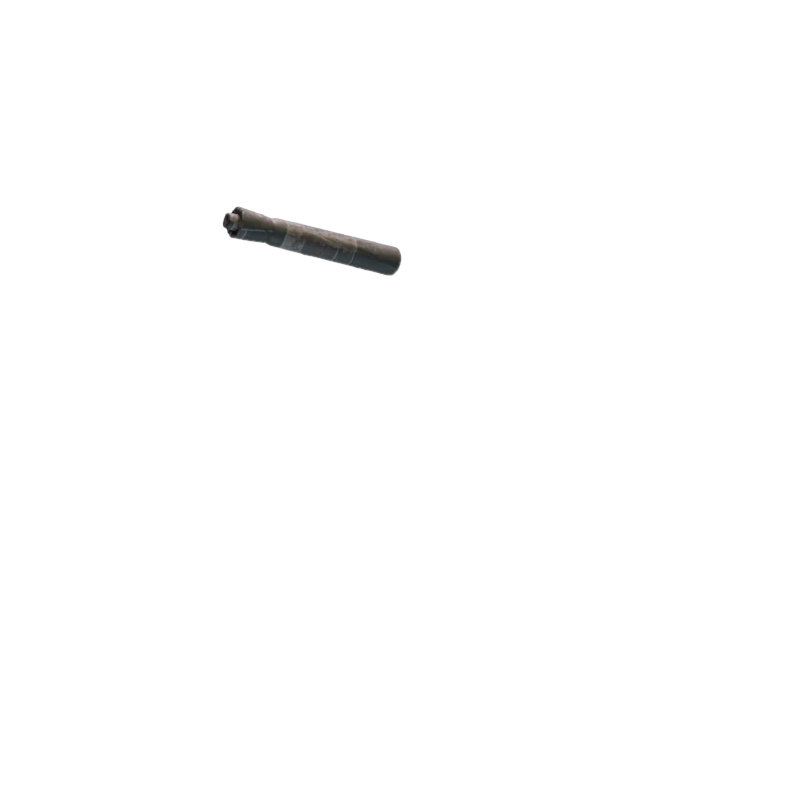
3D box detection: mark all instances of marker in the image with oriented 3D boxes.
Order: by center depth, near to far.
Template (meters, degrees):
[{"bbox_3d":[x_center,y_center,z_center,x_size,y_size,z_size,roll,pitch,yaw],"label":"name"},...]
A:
[{"bbox_3d":[-0.052,-0.095,0.668,0.115,0.020,0.020,10,-2,-33],"label":"marker"}]
